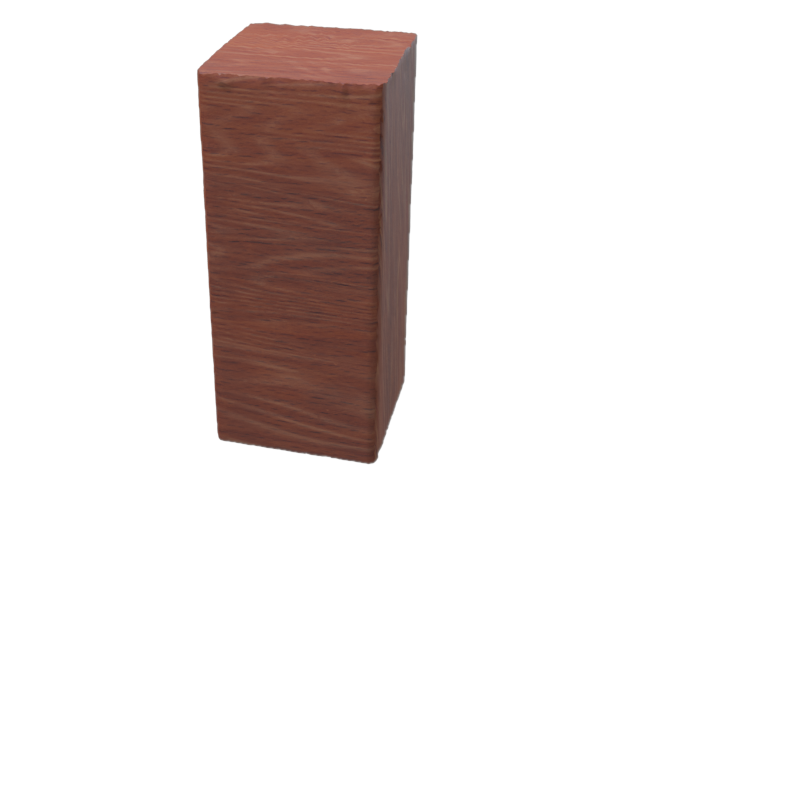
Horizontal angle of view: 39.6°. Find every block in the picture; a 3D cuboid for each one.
[{"bbox_3d":[-0.046,-0.082,0.577,0.092,0.194,0.094,8,29,10],"label":"block"}]
